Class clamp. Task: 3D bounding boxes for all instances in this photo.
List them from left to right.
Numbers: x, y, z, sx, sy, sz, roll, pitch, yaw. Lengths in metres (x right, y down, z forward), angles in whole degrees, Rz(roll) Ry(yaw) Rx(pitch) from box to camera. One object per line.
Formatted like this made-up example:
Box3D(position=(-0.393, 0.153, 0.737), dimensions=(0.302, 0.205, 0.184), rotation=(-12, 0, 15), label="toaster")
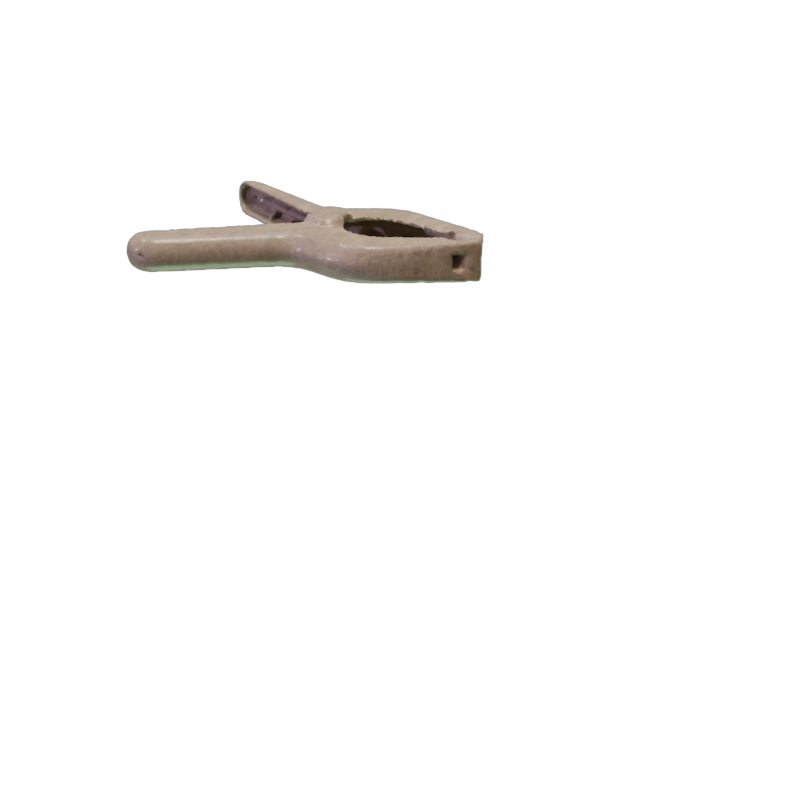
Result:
Box3D(position=(-0.055, -0.100, 0.700), dimensions=(0.219, 0.035, 0.165), rotation=(13, 27, 26), label="clamp")
